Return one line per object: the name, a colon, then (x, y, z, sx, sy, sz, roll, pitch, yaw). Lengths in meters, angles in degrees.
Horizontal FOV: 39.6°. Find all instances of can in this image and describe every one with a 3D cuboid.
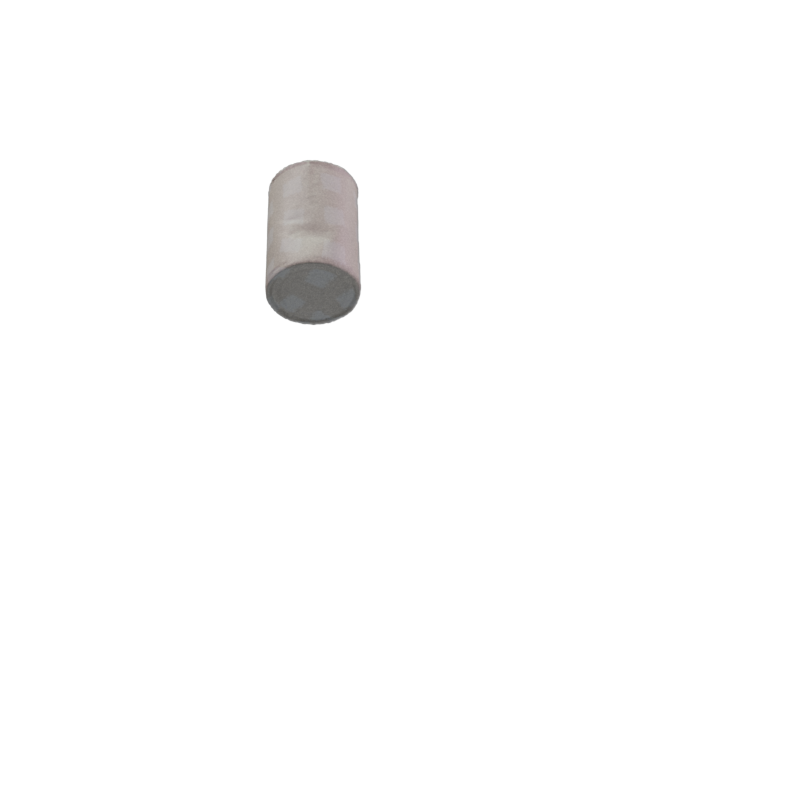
can: (-0.062, -0.114, 0.797, 0.068, 0.110, 0.064, -1, -40, -3)
